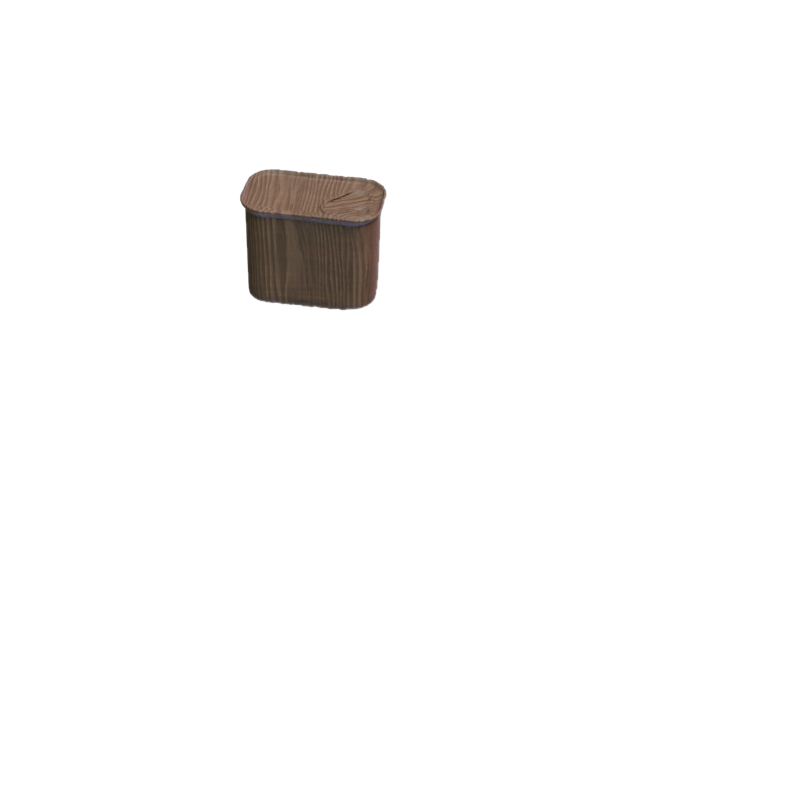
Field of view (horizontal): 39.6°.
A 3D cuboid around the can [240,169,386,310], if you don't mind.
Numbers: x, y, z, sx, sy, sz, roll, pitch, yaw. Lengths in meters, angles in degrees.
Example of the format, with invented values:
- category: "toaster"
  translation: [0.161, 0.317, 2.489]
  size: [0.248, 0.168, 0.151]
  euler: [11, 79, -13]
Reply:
- category: "can"
  translation: [-0.063, -0.116, 0.811]
  size: [0.103, 0.078, 0.061]
  euler: [7, 38, 7]
